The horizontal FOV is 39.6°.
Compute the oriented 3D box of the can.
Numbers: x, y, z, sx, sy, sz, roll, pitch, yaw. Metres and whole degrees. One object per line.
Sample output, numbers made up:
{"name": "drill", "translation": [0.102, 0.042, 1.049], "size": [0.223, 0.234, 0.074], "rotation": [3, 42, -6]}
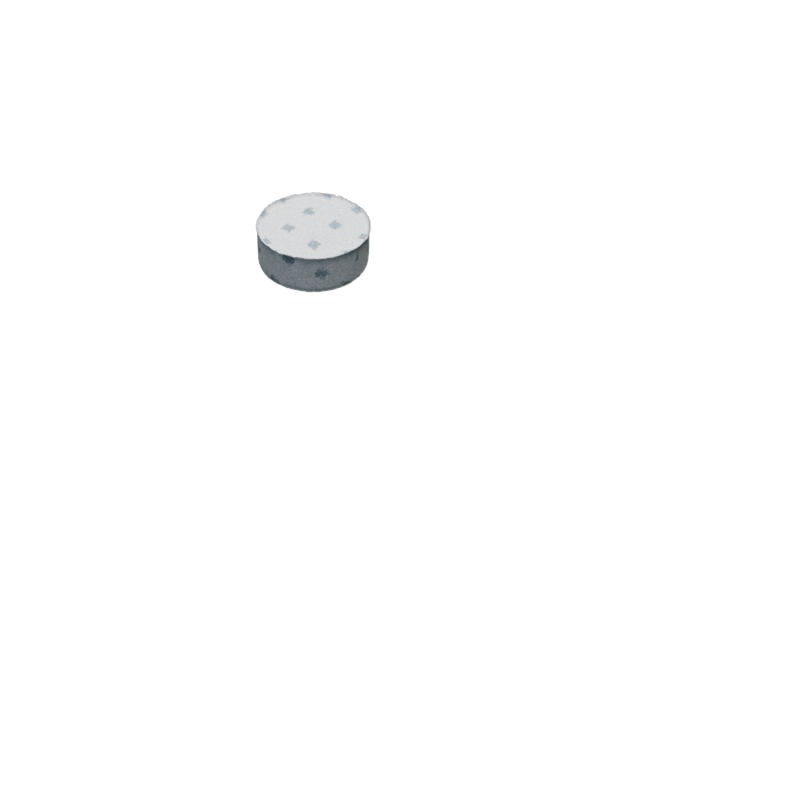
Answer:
{"name": "can", "translation": [-0.065, -0.119, 0.835], "size": [0.086, 0.031, 0.092], "rotation": [-1, 41, -2]}
